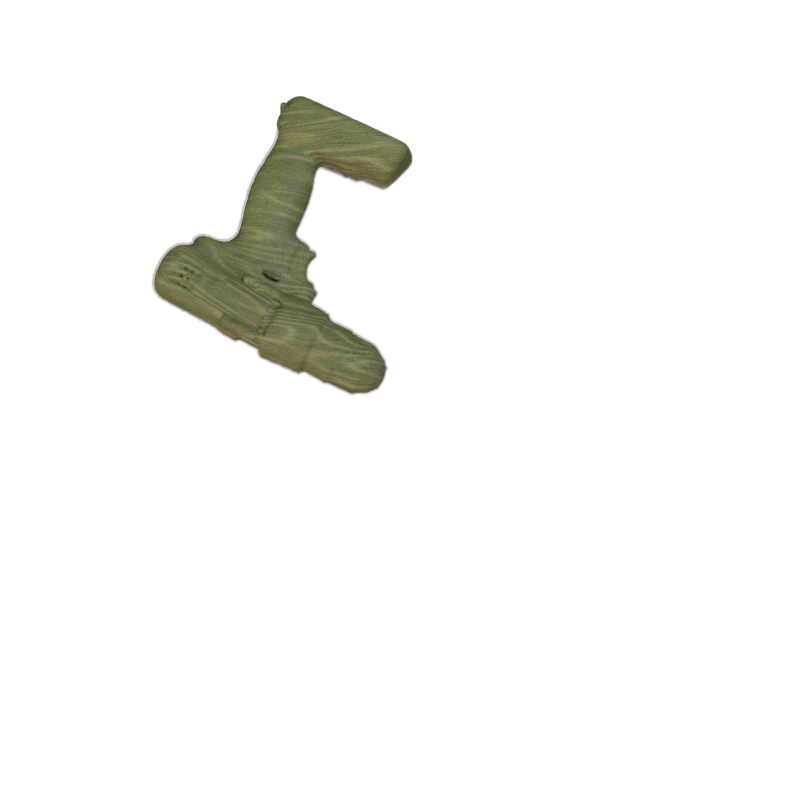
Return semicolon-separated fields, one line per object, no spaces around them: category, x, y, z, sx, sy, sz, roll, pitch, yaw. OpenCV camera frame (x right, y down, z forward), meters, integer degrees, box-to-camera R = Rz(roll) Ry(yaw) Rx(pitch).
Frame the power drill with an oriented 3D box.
power drill;-0.064;-0.117;0.821;0.187;0.191;0.055;26;-13;6
